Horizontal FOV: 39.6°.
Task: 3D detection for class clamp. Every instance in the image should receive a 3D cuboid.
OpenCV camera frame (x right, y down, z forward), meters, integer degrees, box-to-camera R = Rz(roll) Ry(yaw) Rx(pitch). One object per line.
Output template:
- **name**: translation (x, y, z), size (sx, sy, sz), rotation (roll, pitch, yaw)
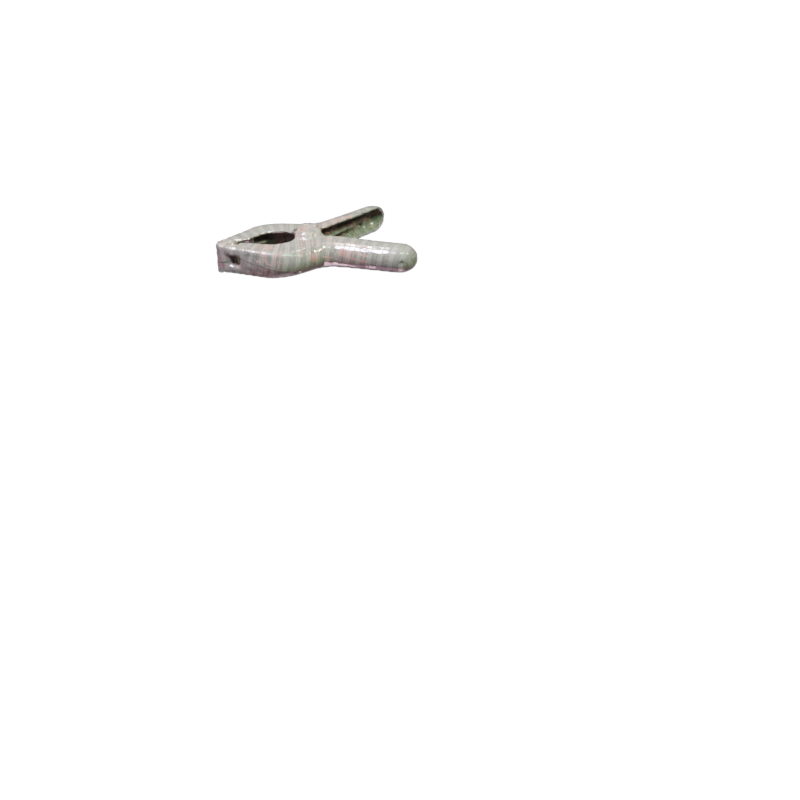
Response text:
- **clamp**: translation (-0.077, -0.141, 0.988), size (0.170, 0.037, 0.126), rotation (-2, 23, -4)
